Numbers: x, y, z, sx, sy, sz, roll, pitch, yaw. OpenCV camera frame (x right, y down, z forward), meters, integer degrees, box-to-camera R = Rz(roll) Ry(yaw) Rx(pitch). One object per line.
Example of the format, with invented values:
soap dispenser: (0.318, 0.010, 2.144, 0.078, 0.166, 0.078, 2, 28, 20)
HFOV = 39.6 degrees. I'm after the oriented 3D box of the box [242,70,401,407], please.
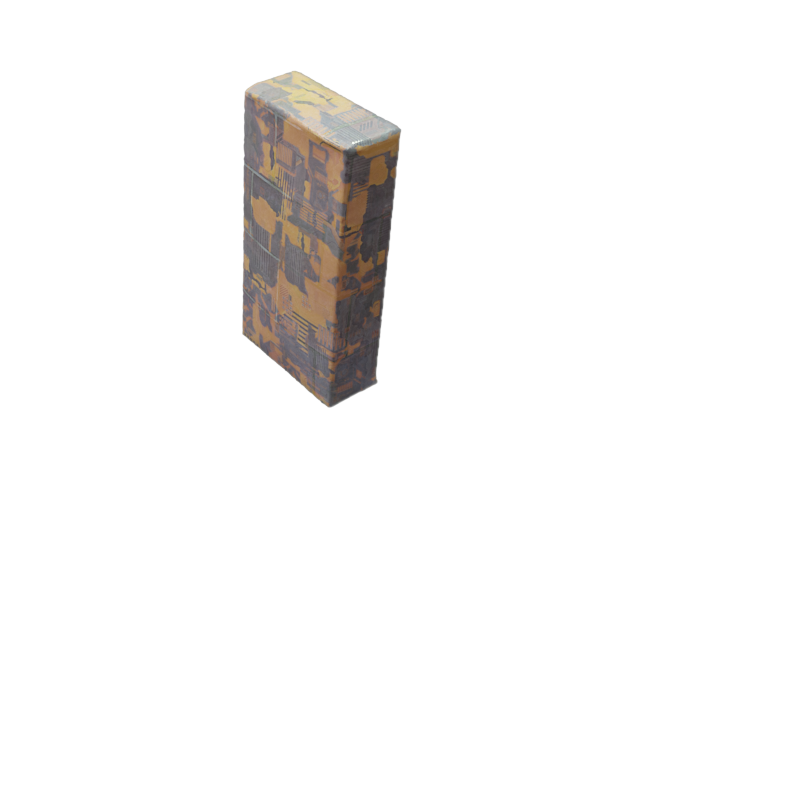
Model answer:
box: (-0.051, -0.092, 0.646, 0.048, 0.165, 0.100, -25, 45, -32)
